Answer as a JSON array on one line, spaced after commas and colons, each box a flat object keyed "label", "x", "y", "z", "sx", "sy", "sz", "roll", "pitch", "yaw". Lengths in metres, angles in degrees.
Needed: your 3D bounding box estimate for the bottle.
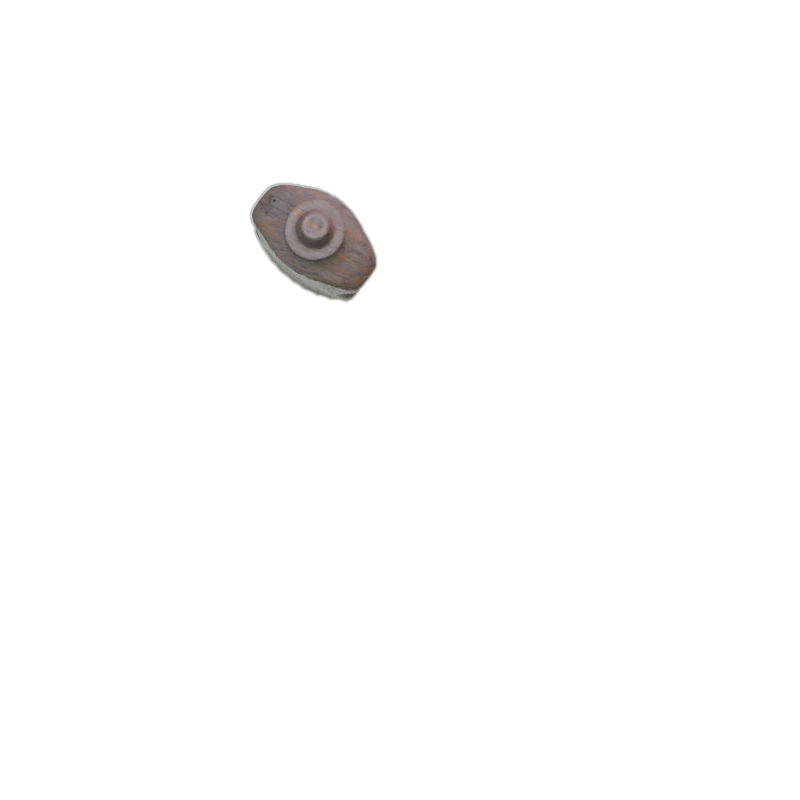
[{"label": "bottle", "x": -0.063, "y": -0.115, "z": 0.803, "sx": 0.096, "sy": 0.058, "sz": 0.191, "roll": 39, "pitch": -1, "yaw": -3}]
